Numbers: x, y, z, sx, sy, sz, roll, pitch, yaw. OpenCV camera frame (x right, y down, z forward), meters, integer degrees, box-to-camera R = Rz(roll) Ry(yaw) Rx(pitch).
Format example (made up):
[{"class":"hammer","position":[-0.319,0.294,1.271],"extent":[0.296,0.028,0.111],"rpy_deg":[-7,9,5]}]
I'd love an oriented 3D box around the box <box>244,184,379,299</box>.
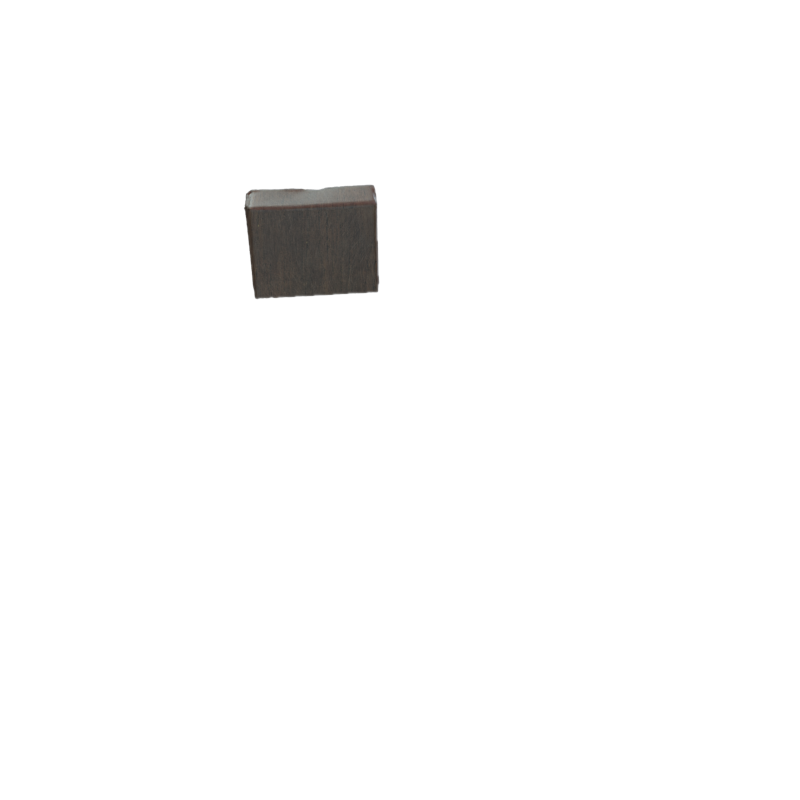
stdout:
[{"class":"box","position":[-0.060,-0.109,0.765],"extent":[0.089,0.068,0.032],"rpy_deg":[-2,34,1]}]
